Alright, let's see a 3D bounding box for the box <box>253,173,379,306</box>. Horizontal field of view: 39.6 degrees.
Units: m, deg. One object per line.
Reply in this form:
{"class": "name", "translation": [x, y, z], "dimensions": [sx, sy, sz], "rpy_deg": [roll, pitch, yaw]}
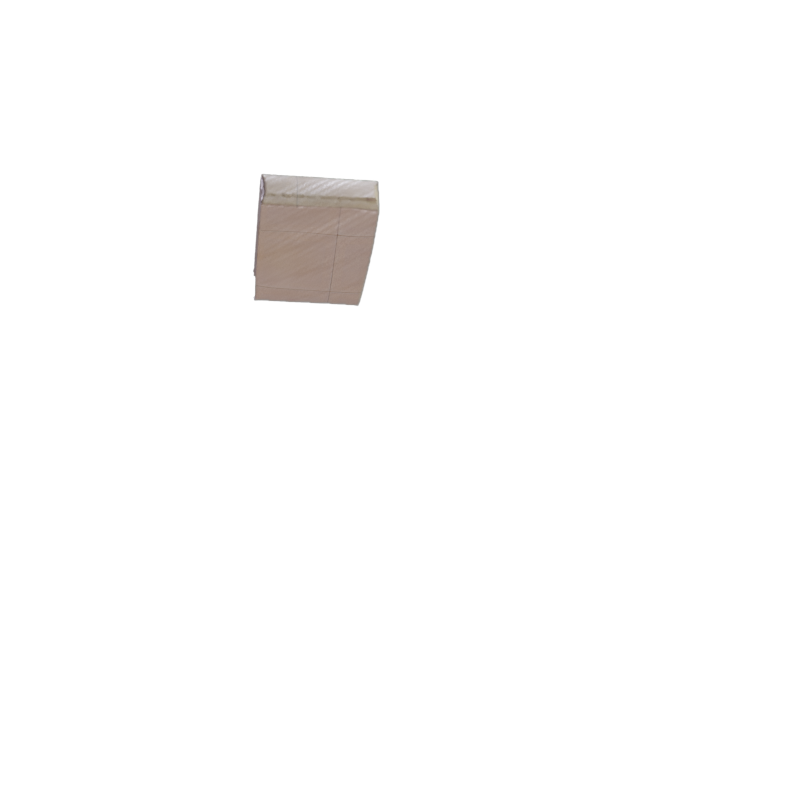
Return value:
{"class": "box", "translation": [-0.067, -0.123, 0.860], "dimensions": [0.089, 0.042, 0.106], "rpy_deg": [5, -42, -6]}
